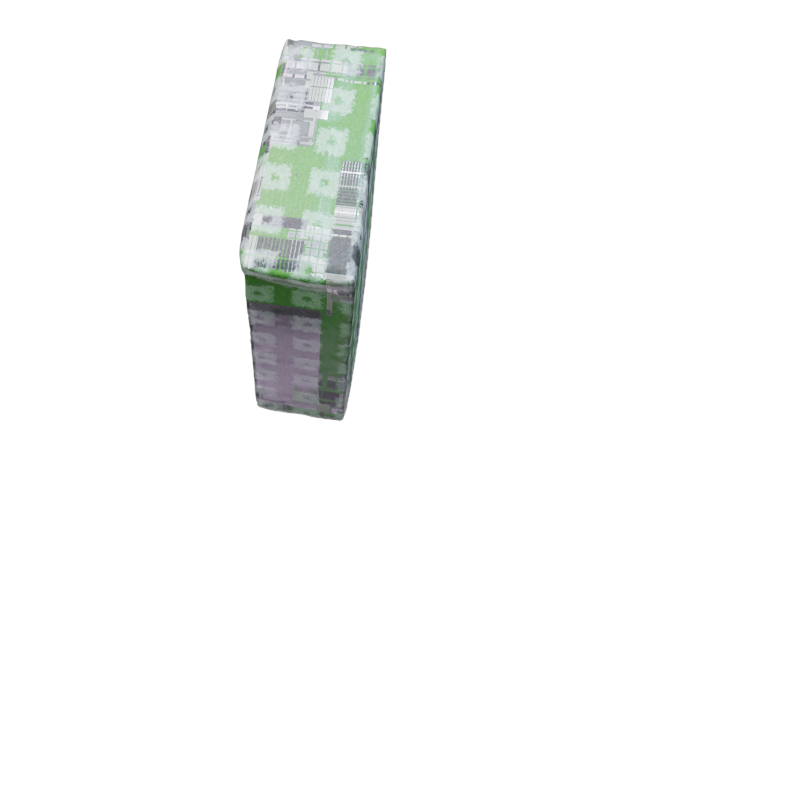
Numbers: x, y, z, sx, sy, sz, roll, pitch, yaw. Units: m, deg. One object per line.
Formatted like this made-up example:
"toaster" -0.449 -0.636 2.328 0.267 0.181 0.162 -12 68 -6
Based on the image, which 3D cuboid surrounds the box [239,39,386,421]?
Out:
"box" -0.057 -0.103 0.723 0.072 0.173 0.202 7 -25 -1
